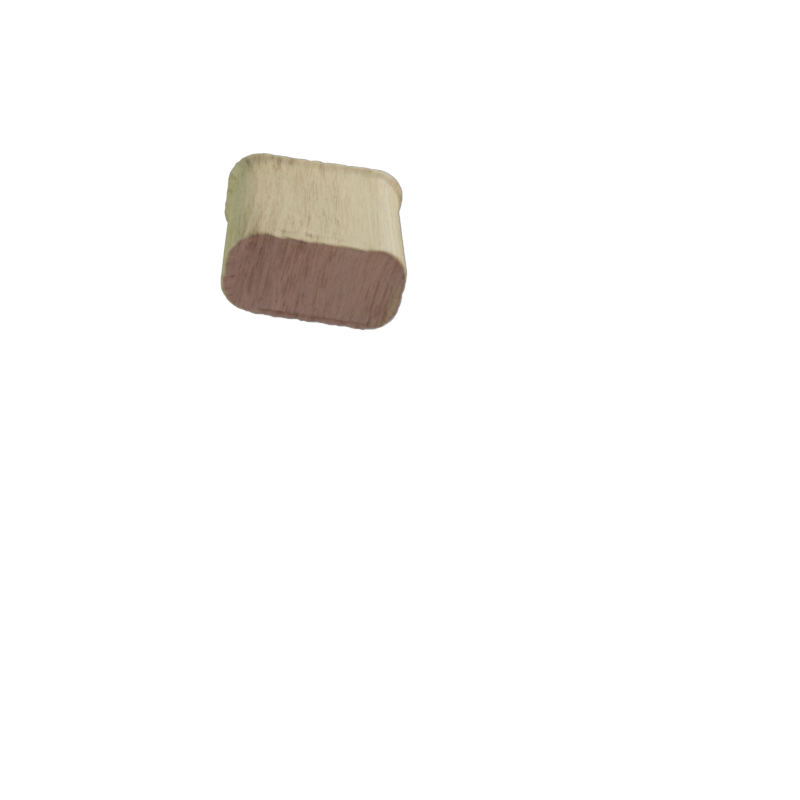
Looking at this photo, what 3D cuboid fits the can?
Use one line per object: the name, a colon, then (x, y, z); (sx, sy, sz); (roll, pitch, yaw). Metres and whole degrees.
can: (-0.048, -0.088, 0.613); (0.101, 0.054, 0.090); (7, 37, -7)
